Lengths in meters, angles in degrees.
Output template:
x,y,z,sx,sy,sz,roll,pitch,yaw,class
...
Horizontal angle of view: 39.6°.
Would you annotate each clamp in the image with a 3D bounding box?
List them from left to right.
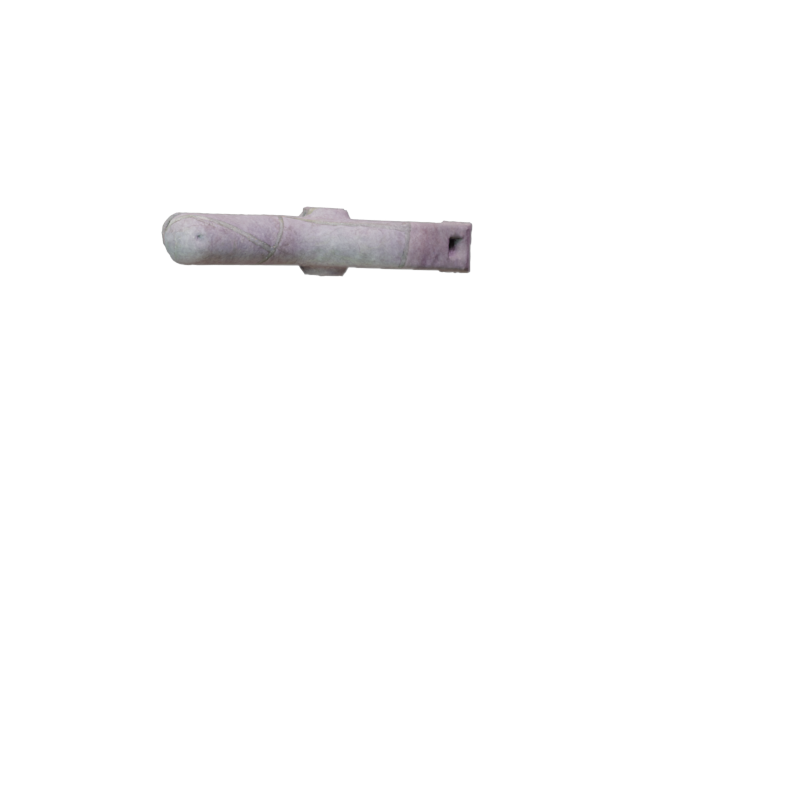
x,y,z,sx,sy,sz,roll,pitch,yaw,class
-0.045,-0.082,0.574,0.171,0.038,0.123,0,14,-1,clamp
